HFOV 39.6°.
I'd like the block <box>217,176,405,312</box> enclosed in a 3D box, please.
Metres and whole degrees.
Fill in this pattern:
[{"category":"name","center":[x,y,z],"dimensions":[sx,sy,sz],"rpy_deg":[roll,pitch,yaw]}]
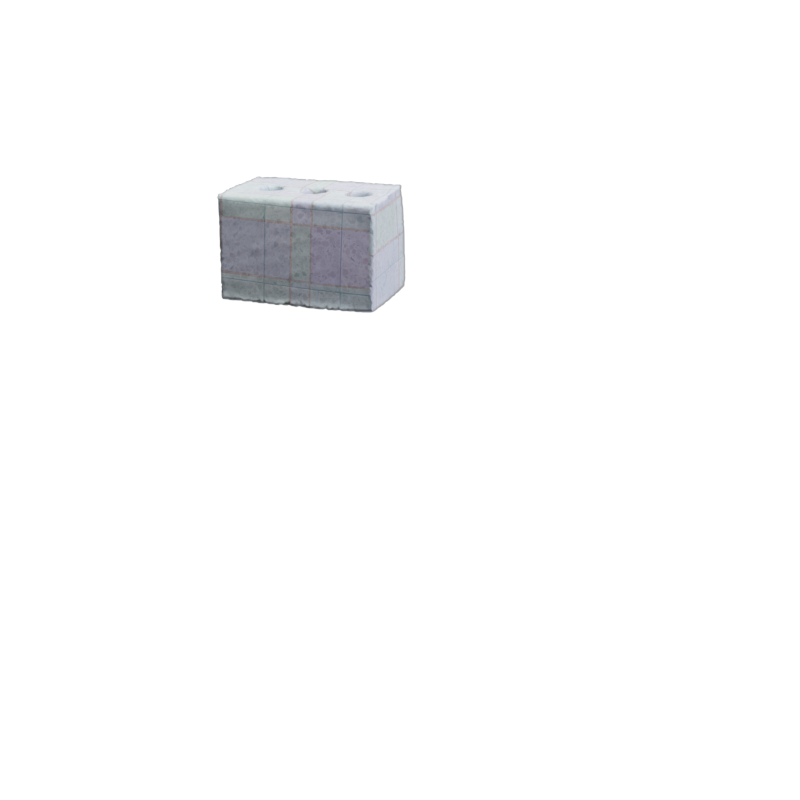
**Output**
[{"category":"block","center":[-0.041,-0.075,0.527],"dimensions":[0.080,0.049,0.053],"rpy_deg":[6,18,17]}]
